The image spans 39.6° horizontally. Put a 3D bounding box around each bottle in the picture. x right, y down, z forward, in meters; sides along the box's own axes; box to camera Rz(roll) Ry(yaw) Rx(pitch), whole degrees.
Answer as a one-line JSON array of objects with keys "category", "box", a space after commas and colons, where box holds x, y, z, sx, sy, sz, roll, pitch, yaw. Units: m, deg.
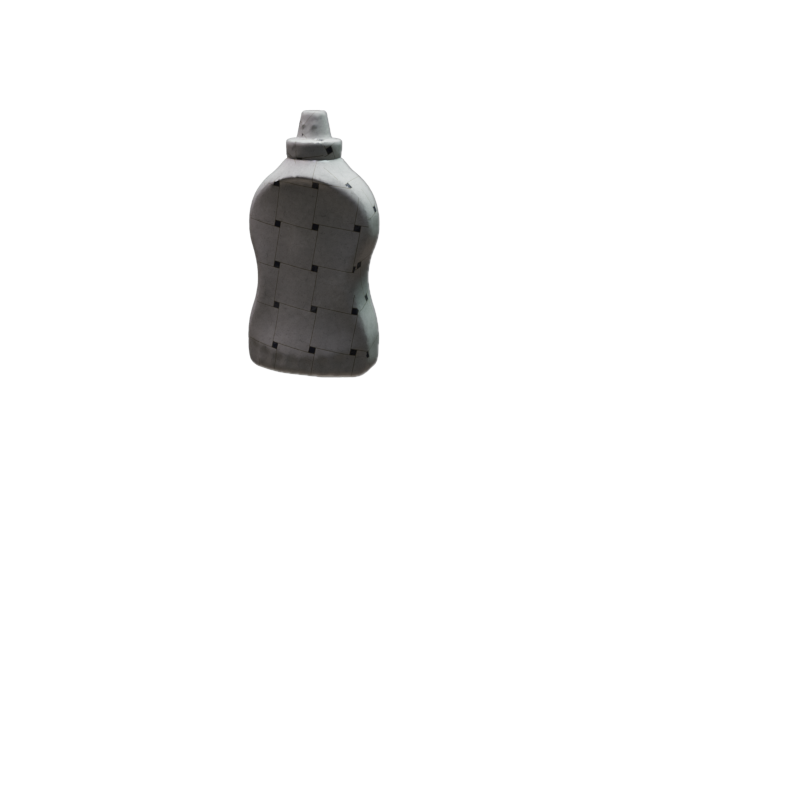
[{"category": "bottle", "box": [-0.064, -0.117, 0.815, 0.099, 0.186, 0.058, 6, 13, 21]}]
